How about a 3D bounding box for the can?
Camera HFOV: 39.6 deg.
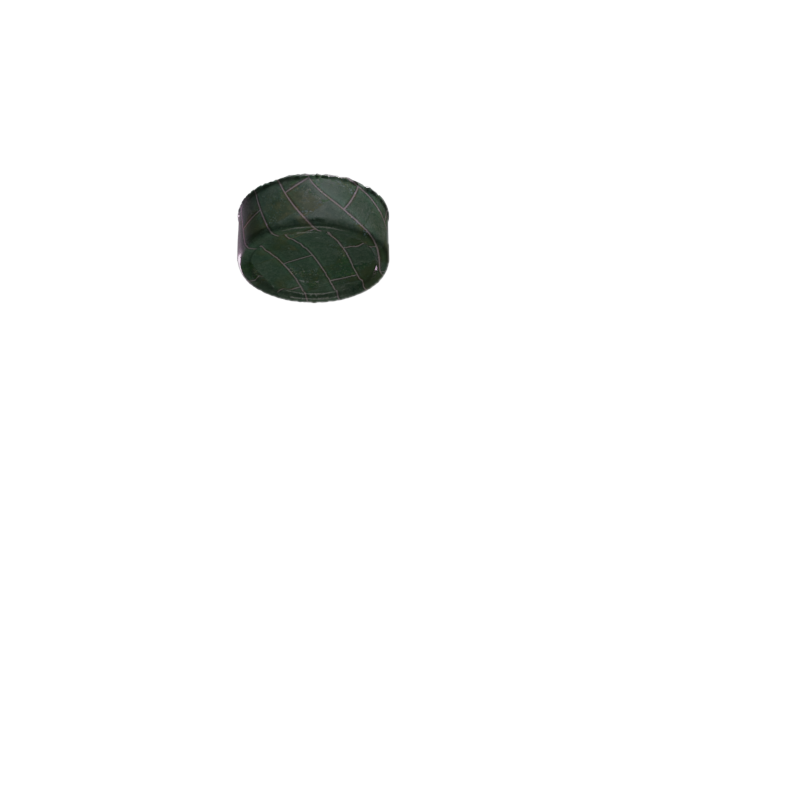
[{"bbox_3d":[-0.049,-0.089,0.620,0.086,0.036,0.081,1,-27,-2],"label":"can"}]
